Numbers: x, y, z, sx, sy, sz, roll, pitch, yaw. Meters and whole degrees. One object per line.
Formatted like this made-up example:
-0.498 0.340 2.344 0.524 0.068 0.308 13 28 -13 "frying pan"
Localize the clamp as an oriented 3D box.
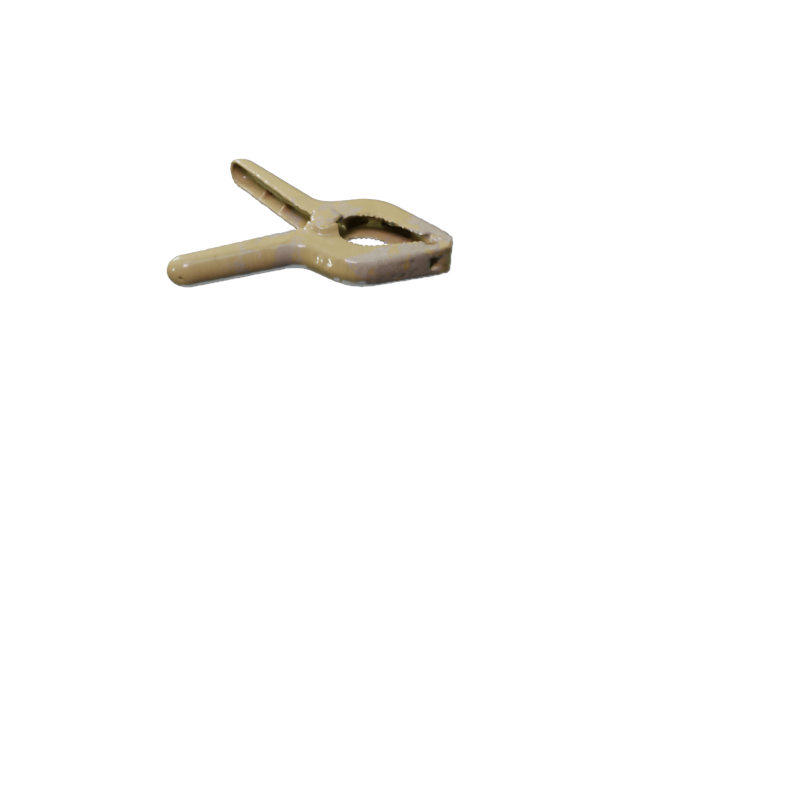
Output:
-0.067 -0.123 0.859 0.216 0.034 0.171 14 43 15 "clamp"
